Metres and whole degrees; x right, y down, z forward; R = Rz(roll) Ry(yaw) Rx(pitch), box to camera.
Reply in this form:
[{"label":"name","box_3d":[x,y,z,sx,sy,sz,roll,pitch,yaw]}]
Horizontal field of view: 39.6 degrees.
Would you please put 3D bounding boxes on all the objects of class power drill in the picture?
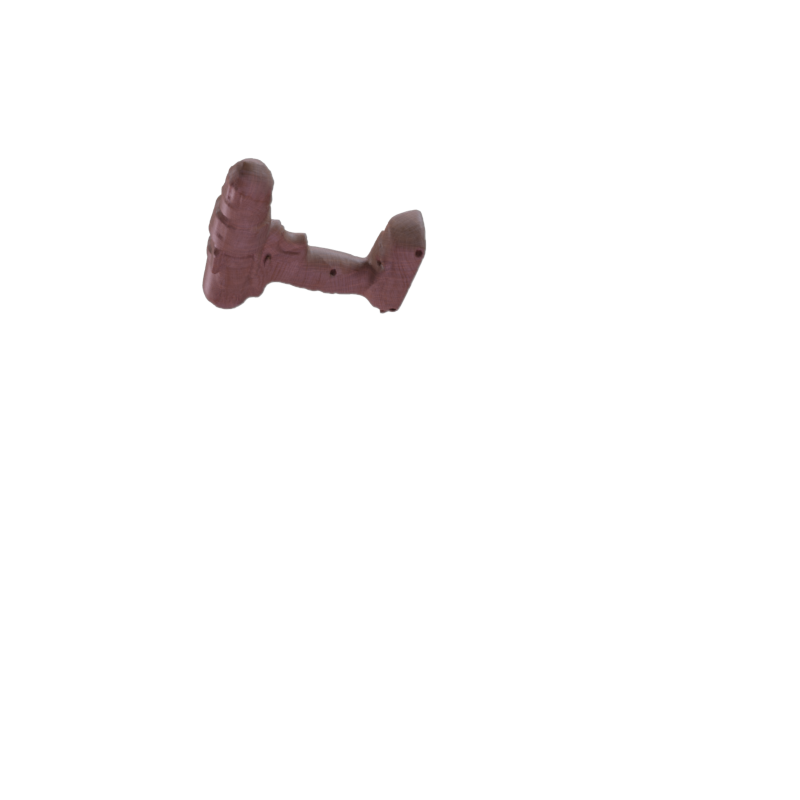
[{"label":"power drill","box_3d":[-0.077,-0.140,0.980,0.184,0.061,0.176,7,-32,-11]}]
